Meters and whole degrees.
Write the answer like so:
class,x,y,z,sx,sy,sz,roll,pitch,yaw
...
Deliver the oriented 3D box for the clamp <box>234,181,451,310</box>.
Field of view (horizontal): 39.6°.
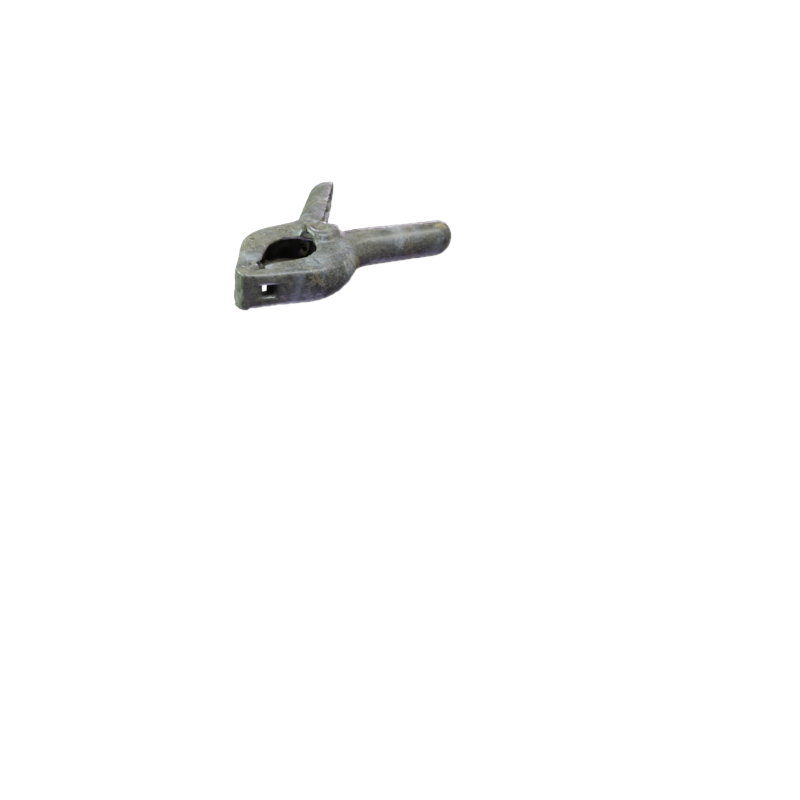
class,x,y,z,sx,sy,sz,roll,pitch,yaw
clamp,-0.061,-0.111,0.777,0.170,0.037,0.128,-24,36,-39
